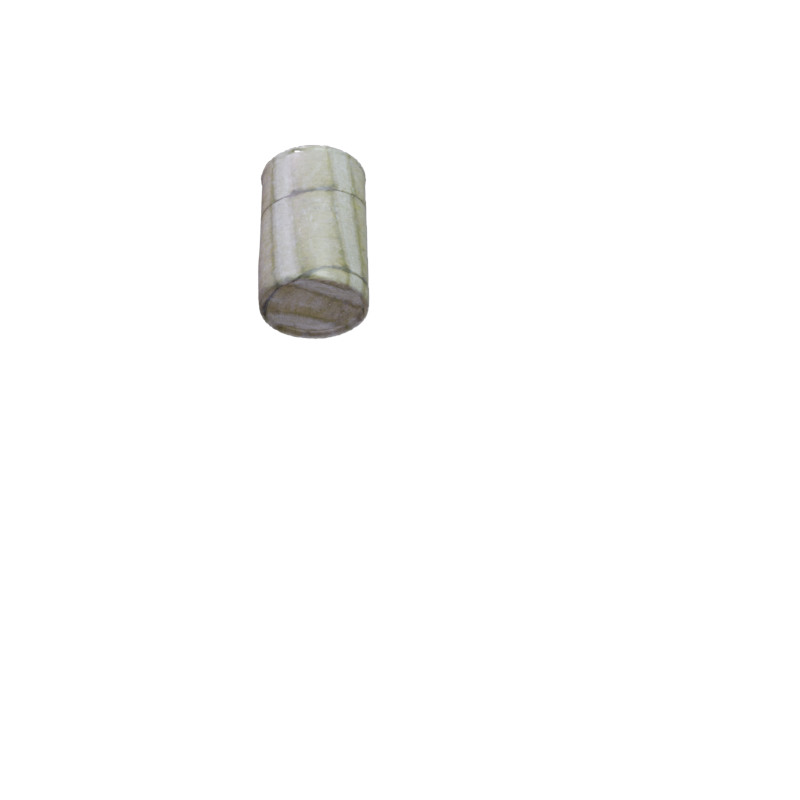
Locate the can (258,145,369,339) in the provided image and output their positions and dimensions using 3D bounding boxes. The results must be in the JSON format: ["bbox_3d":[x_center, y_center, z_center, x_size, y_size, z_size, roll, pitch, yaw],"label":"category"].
[{"bbox_3d":[-0.054,-0.098,0.687,0.068,0.109,0.064,-1,-34,-2],"label":"can"}]
